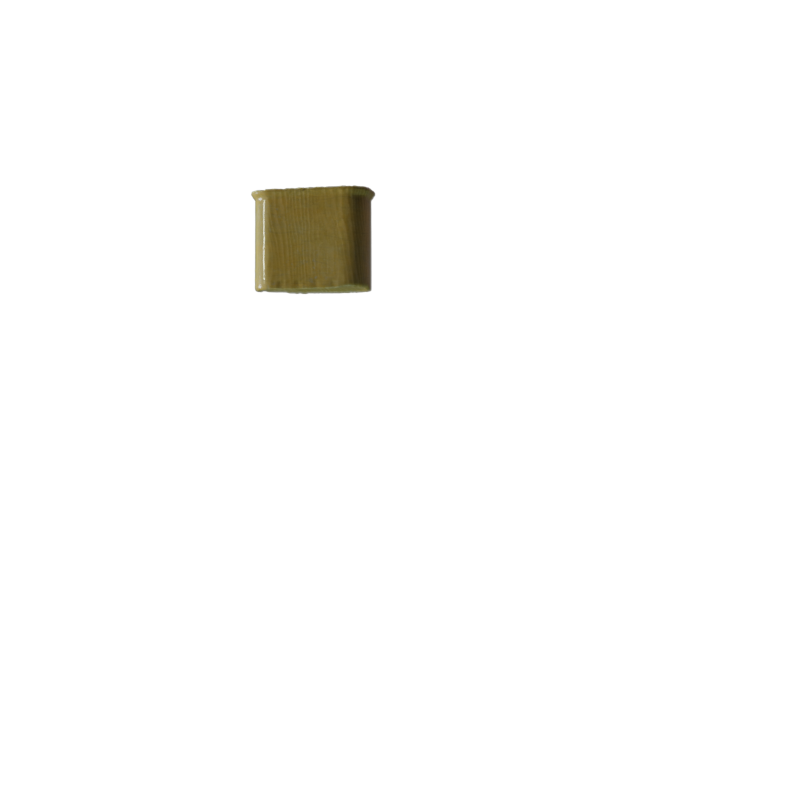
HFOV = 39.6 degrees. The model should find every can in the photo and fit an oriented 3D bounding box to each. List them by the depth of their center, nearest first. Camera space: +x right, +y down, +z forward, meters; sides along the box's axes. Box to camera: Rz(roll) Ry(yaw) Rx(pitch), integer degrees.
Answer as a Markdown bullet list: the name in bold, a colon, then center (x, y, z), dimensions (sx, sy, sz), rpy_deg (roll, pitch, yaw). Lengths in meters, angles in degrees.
- **can**: center (-0.073, -0.132, 0.928), dimensions (0.103, 0.085, 0.056), rpy_deg (-1, -5, 12)
